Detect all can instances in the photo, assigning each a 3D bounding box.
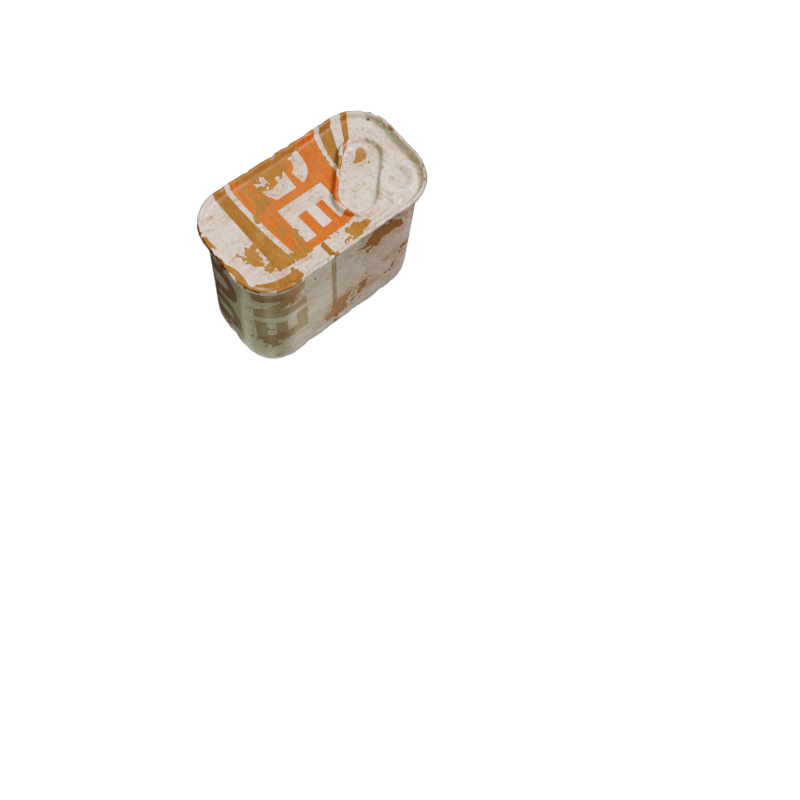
[{"bbox_3d":[-0.041,-0.074,0.518,0.102,0.060,0.079,-37,-17,-16],"label":"can"}]
